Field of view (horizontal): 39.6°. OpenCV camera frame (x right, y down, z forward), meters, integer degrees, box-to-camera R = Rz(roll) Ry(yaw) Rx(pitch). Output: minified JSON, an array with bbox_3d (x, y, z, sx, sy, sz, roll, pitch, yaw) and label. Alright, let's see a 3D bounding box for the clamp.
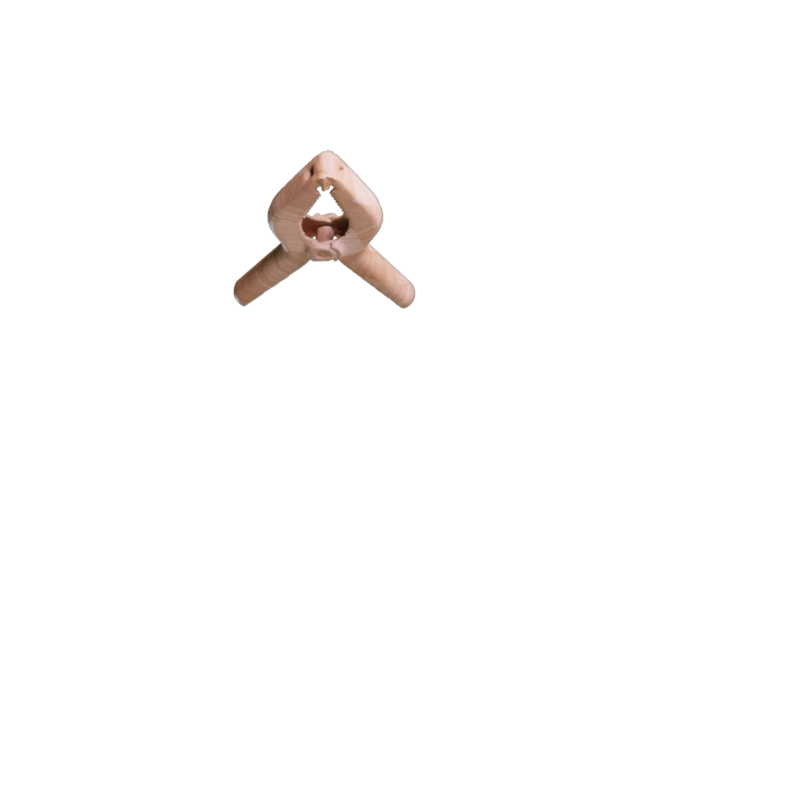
[{"bbox_3d":[-0.074,-0.134,0.942,0.165,0.039,0.196,-2,-29,4],"label":"clamp"}]
